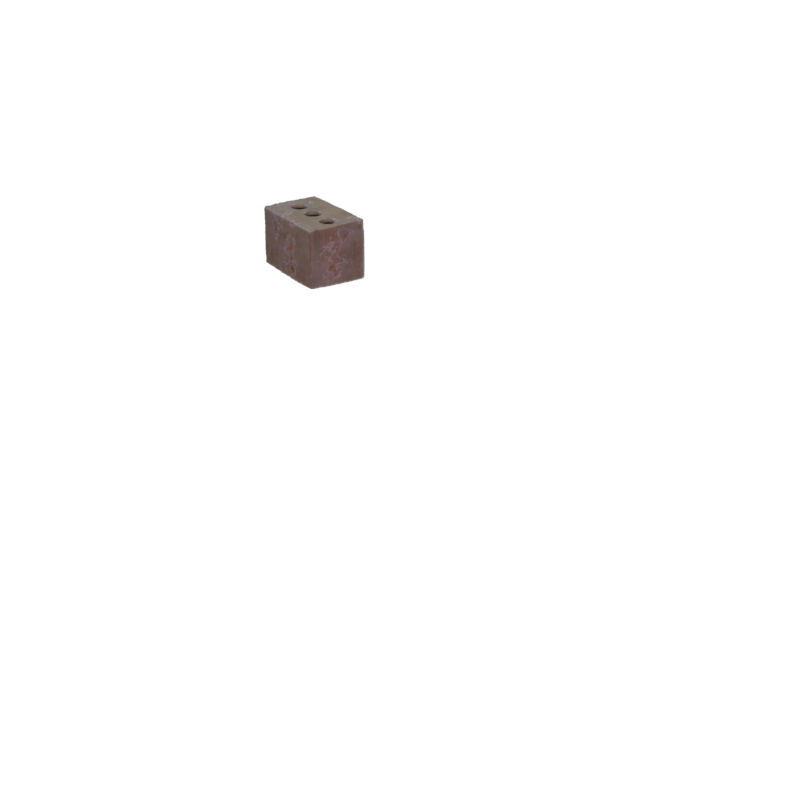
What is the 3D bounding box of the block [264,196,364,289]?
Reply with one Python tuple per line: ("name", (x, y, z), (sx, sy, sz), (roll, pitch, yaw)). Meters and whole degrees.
("block", (-0.072, -0.131, 0.919), (0.052, 0.049, 0.083), (-15, 29, -31))
